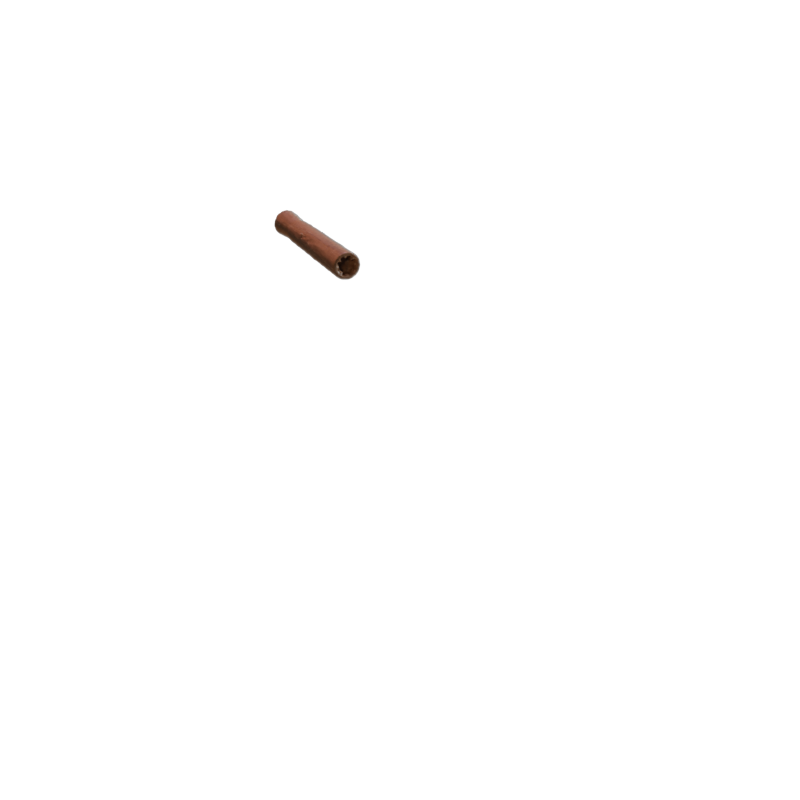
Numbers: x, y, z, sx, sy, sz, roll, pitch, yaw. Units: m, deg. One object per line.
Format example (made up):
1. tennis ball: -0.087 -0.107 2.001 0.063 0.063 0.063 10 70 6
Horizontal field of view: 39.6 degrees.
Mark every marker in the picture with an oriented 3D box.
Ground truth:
1. marker: -0.059 -0.108 0.759 0.019 0.019 0.129 -2 22 -24
